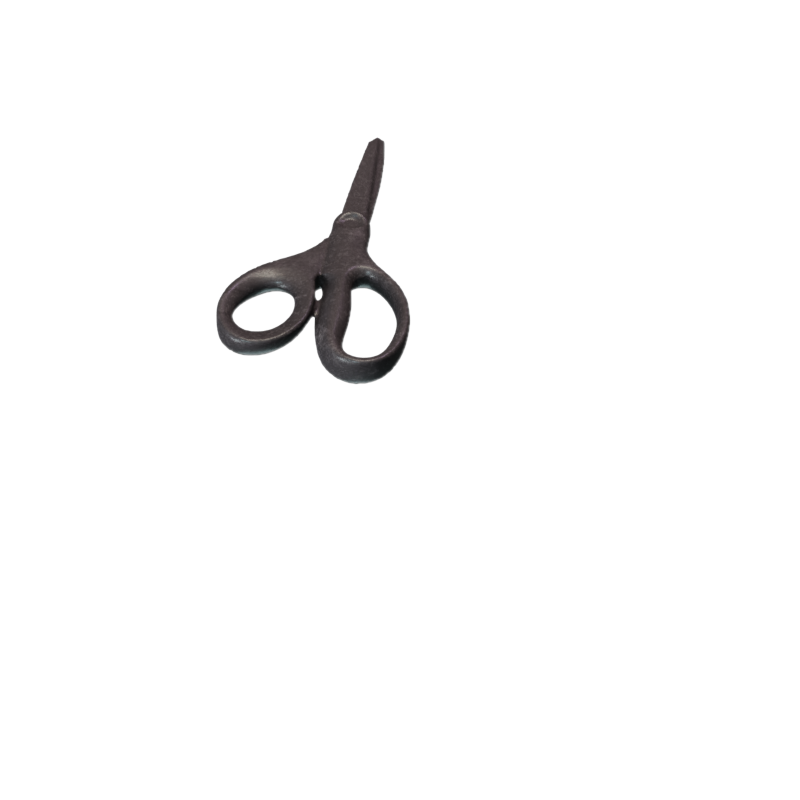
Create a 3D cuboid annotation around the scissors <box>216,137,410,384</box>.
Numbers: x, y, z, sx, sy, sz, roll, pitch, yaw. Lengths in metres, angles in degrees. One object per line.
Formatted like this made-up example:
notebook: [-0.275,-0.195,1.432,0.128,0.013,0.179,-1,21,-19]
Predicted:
scissors: [-0.043,-0.079,0.551,0.096,0.015,0.217,-4,40,-5]
